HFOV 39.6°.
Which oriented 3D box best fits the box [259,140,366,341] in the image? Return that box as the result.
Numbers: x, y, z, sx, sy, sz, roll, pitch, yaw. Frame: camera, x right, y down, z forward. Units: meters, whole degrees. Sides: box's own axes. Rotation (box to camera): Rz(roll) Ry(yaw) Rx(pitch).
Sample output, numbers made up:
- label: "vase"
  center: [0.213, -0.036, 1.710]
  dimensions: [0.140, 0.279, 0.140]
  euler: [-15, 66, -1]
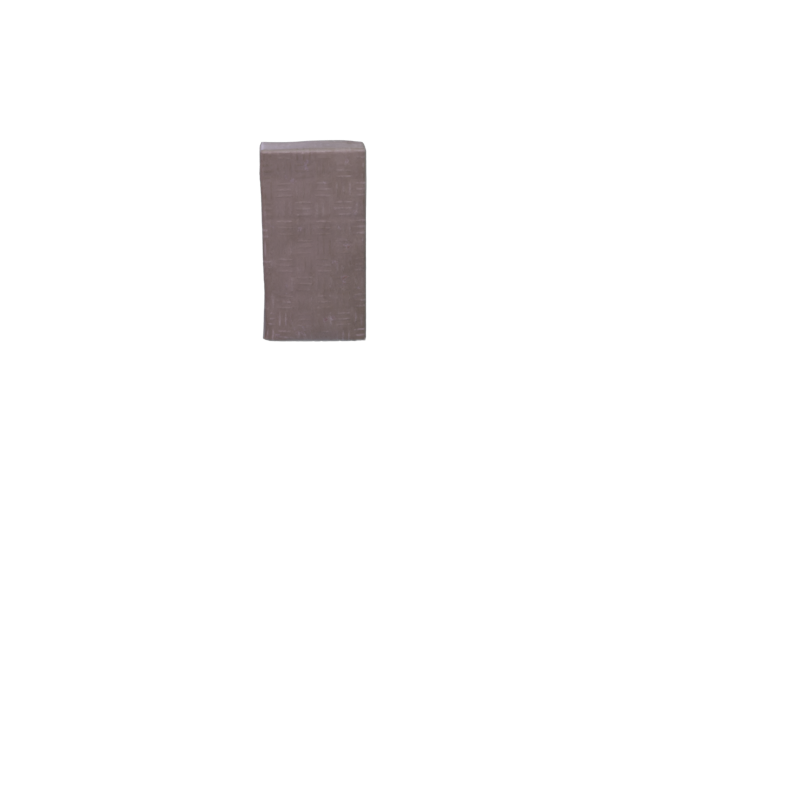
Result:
- label: "box"
  center: [-0.076, -0.140, 0.978]
  dimensions: [0.093, 0.170, 0.050]
  euler: [0, 16, -3]
